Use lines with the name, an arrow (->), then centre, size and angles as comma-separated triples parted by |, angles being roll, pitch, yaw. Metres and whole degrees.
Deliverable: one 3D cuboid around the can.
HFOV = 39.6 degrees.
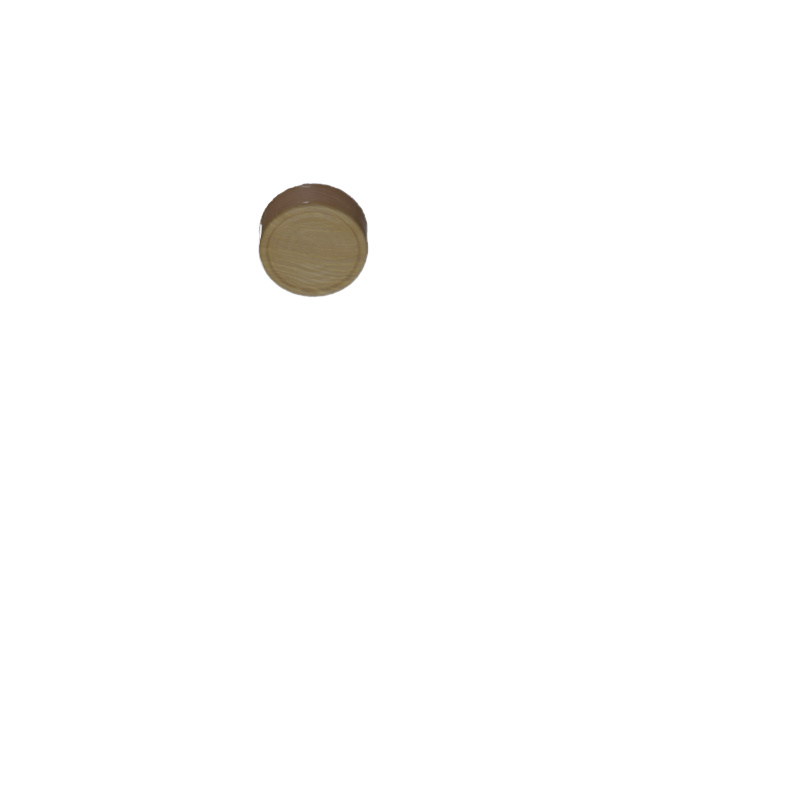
can -> -0.067, -0.123, 0.860 | 0.086, 0.081, 0.036 | 1, 34, -1
